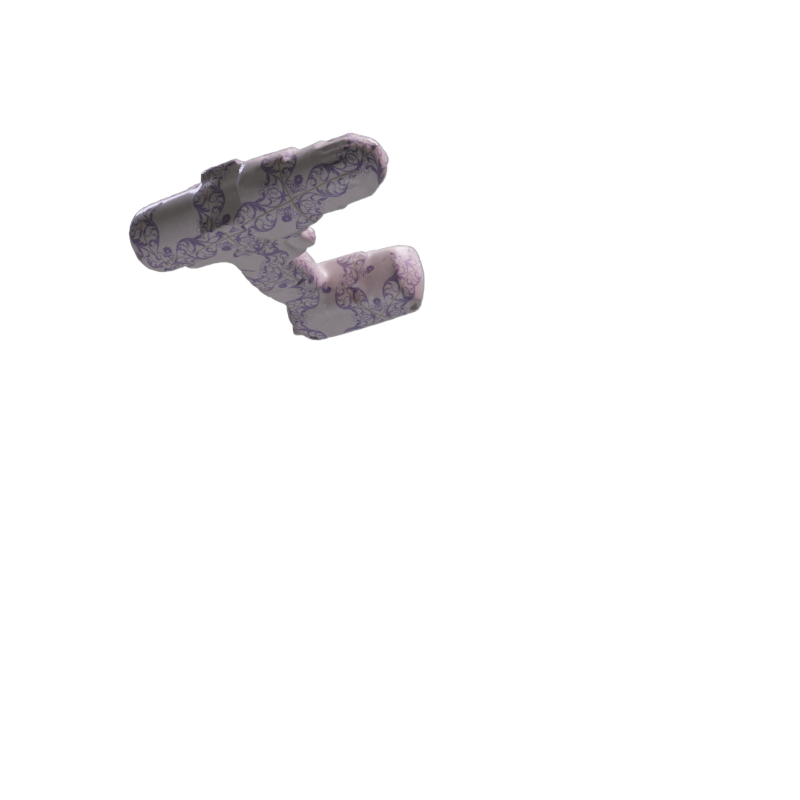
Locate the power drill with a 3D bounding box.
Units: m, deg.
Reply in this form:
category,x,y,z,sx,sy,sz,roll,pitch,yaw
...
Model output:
category,x,y,z,sx,sy,sz,roll,pitch,yaw
power drill,-0.058,-0.106,0.744,0.187,0.061,0.175,-13,-25,28
